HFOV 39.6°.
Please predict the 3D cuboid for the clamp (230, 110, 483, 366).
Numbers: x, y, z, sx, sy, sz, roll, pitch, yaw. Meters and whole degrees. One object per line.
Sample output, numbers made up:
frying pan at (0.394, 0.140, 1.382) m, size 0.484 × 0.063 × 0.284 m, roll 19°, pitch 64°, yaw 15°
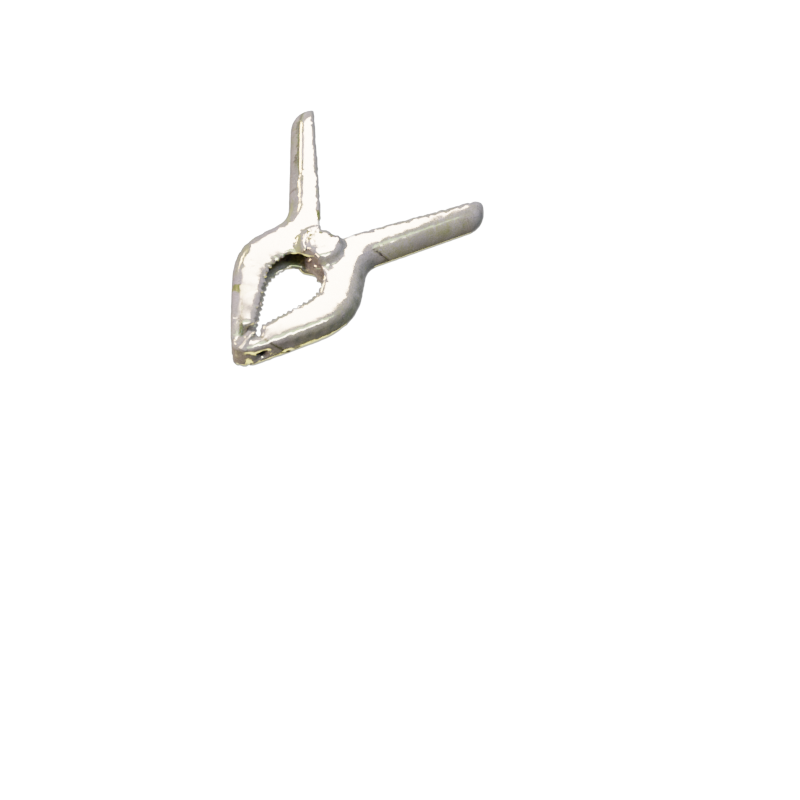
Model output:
clamp at (-0.063, -0.115, 0.805) m, size 0.172 × 0.213 × 0.034 m, roll 35°, pitch -24°, yaw 18°
